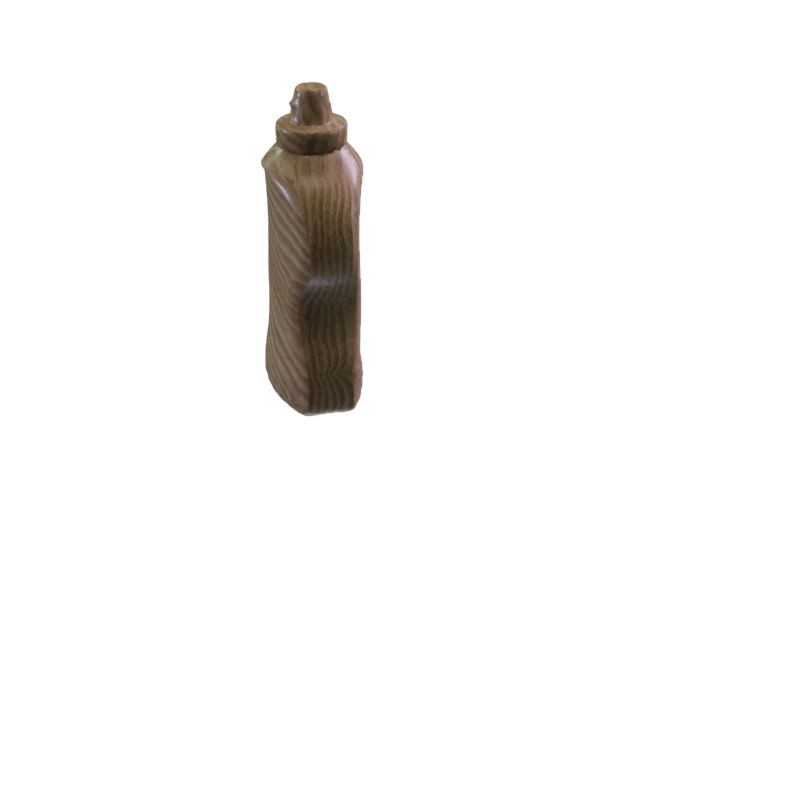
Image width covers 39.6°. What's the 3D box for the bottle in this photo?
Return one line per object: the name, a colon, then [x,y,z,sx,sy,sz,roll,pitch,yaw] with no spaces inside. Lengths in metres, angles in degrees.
bottle: [-0.052,-0.094,0.658,0.058,0.181,0.103,-5,28,-13]
